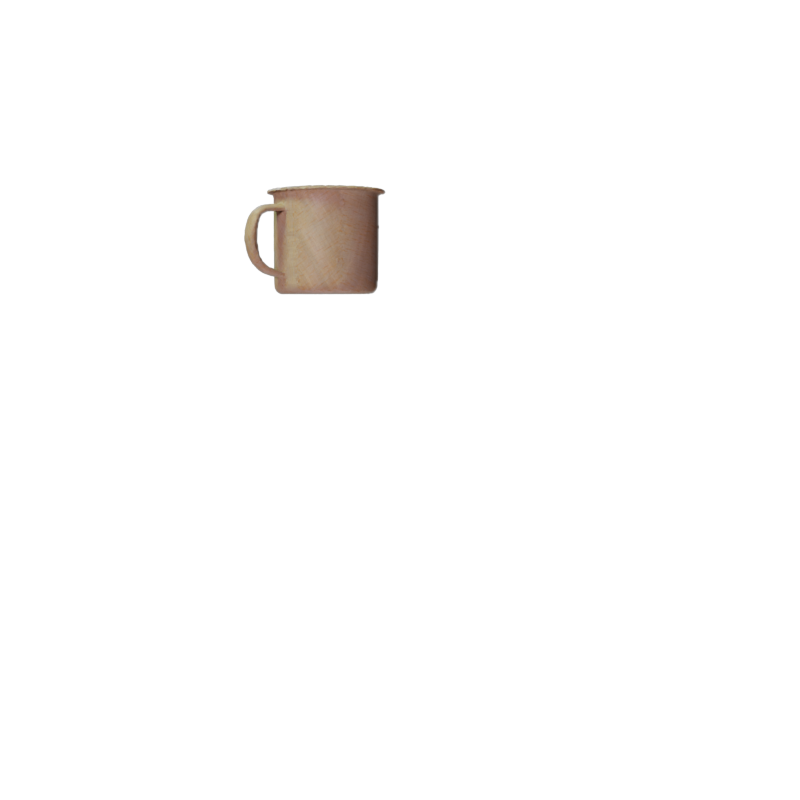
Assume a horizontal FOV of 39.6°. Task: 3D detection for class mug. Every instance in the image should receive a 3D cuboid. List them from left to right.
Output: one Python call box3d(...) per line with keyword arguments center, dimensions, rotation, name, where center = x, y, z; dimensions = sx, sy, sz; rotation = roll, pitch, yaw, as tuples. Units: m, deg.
box3d(center=(-0.068, -0.123, 0.863), dimensions=(0.113, 0.082, 0.097), rotation=(-2, 3, -36), name="mug")
